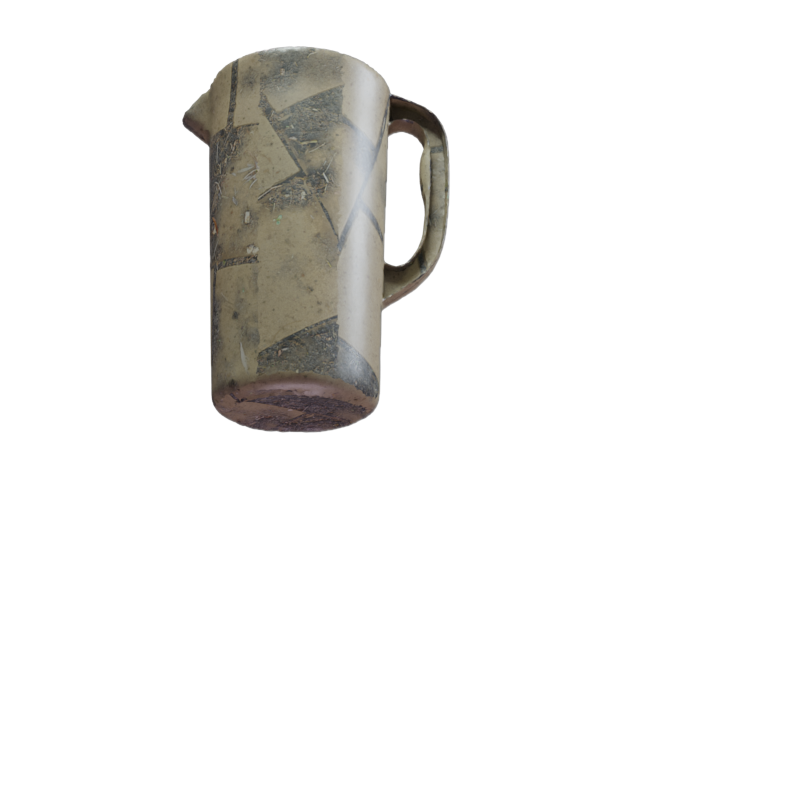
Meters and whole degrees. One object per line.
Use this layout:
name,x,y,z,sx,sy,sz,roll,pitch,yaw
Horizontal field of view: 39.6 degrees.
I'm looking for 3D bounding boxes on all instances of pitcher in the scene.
pitcher,-0.059,-0.108,0.755,0.151,0.256,0.136,-19,-28,37
